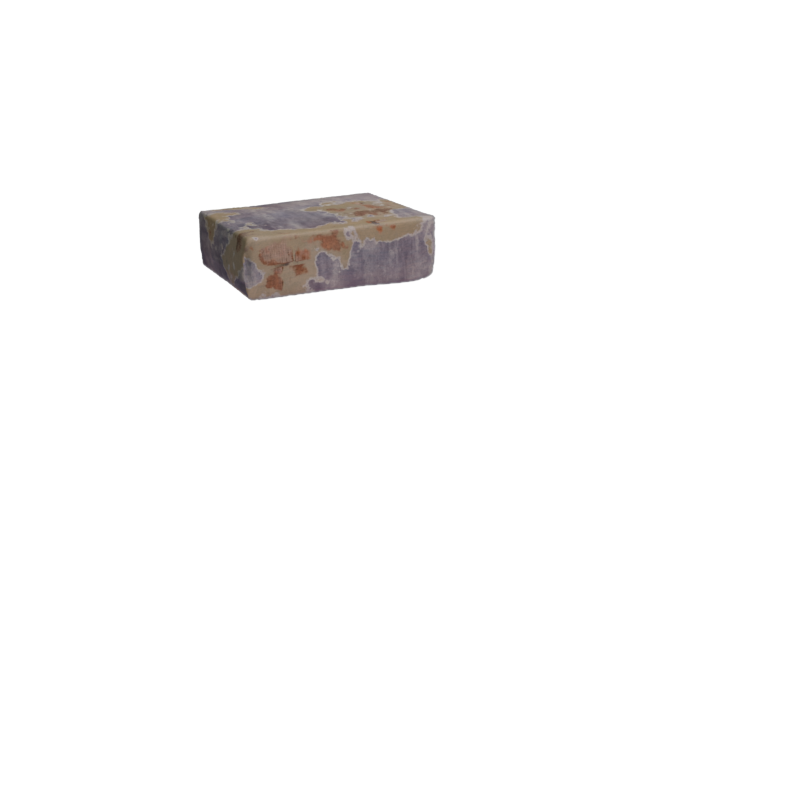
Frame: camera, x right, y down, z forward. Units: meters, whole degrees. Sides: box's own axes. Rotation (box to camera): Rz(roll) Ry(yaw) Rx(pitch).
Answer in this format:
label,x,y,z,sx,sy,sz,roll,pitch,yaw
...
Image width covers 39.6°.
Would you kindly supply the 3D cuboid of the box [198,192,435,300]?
label,x,y,z,sx,sy,sz,roll,pitch,yaw
box,-0.049,-0.090,0.631,0.111,0.037,0.095,-8,21,-22
